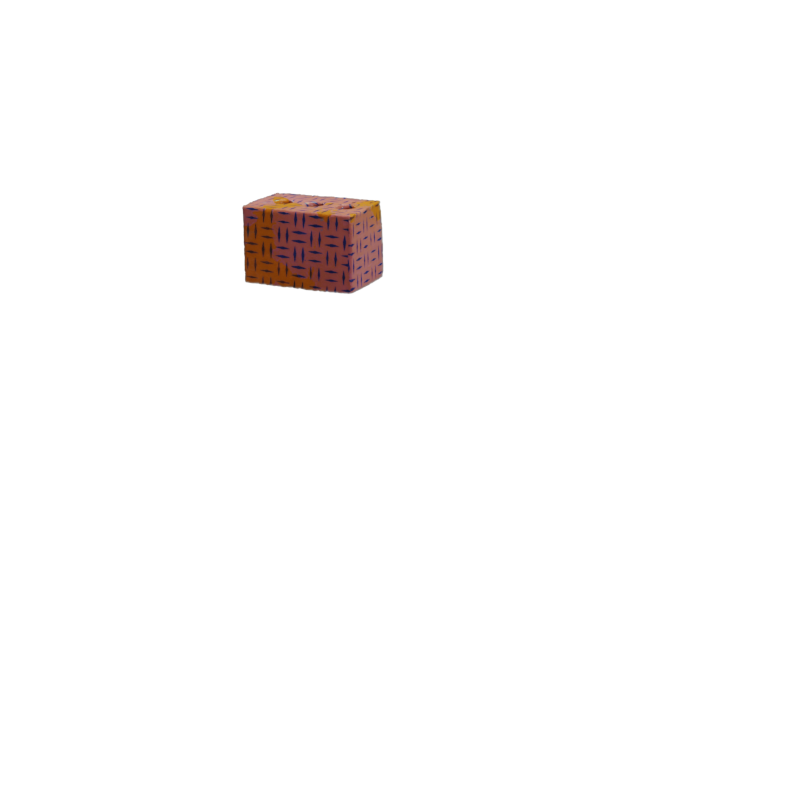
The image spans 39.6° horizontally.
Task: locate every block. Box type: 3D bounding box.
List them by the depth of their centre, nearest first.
[{"bbox_3d":[-0.056,-0.102,0.713,0.081,0.050,0.053,8,18,22],"label":"block"}]
